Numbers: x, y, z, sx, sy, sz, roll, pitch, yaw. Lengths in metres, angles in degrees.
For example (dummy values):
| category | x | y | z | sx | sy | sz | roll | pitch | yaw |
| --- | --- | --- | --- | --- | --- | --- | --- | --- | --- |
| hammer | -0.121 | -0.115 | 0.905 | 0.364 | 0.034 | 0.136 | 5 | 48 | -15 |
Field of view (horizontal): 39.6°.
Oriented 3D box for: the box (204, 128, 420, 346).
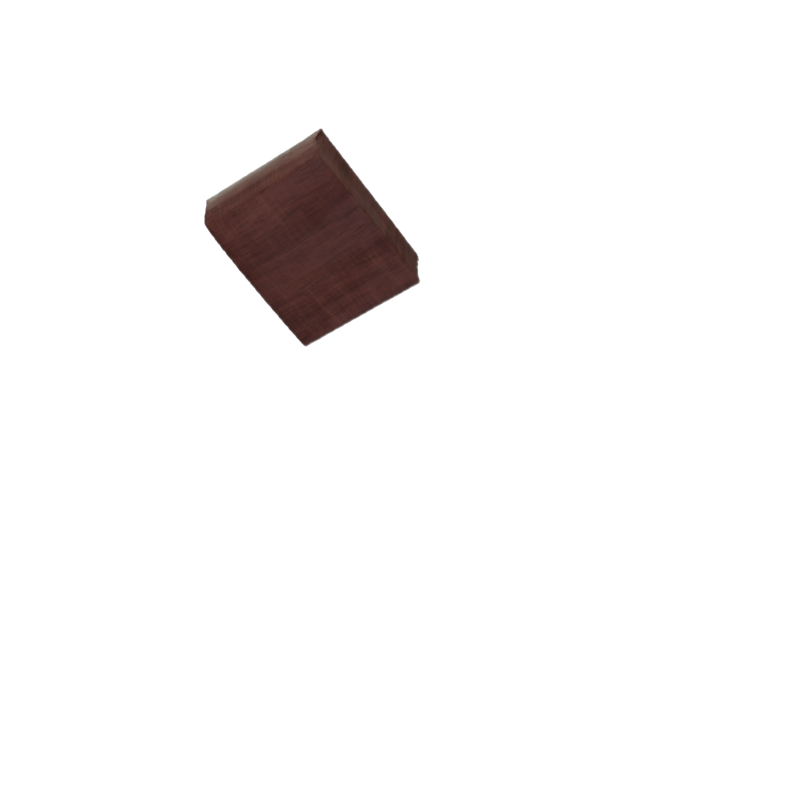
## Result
| category | x | y | z | sx | sy | sz | roll | pitch | yaw |
| --- | --- | --- | --- | --- | --- | --- | --- | --- | --- |
| box | -0.054 | -0.098 | 0.690 | 0.090 | 0.106 | 0.041 | -29 | 30 | 18 |
